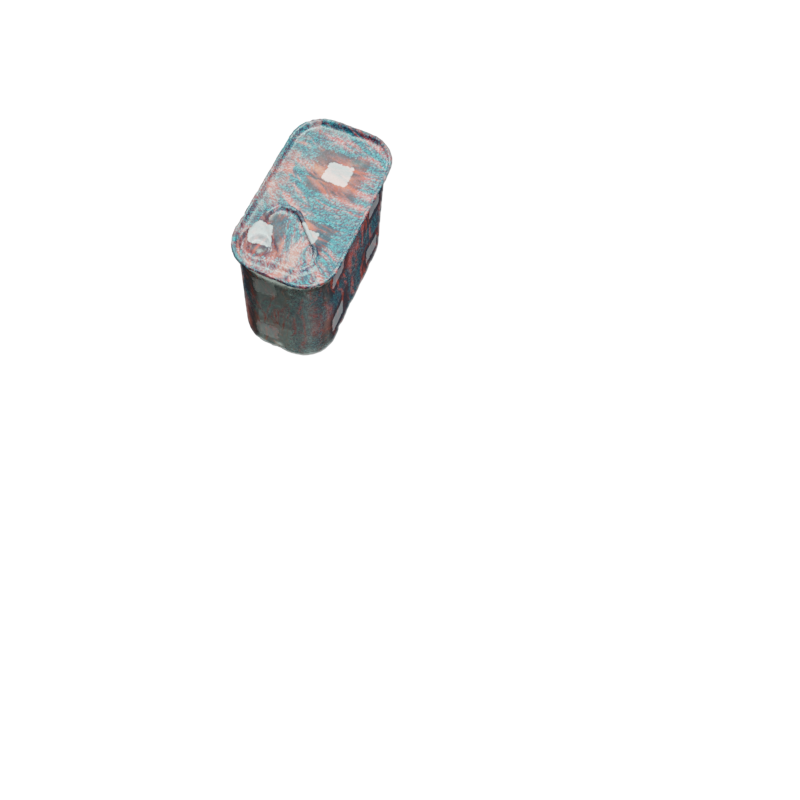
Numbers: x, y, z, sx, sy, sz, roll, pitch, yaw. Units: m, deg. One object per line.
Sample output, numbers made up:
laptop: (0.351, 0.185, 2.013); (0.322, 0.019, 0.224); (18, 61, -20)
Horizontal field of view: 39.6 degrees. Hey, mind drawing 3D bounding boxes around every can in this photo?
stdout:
can: (-0.047, -0.086, 0.600); (0.059, 0.106, 0.079); (21, -27, 8)
